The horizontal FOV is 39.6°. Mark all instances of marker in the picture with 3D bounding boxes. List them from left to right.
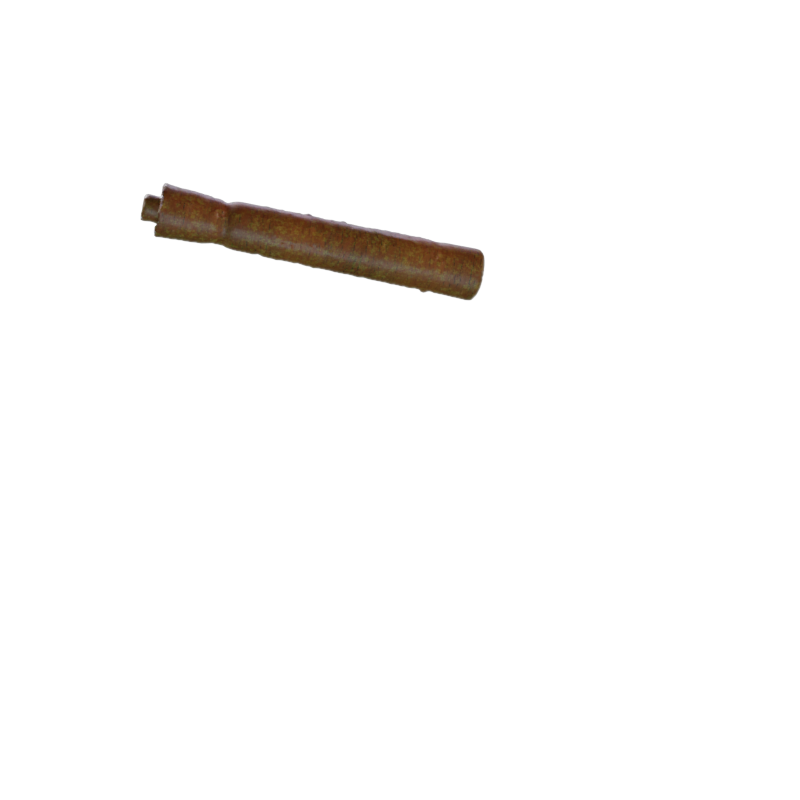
[{"bbox_3d":[-0.030,-0.056,0.389,0.119,0.020,0.020,10,2,-9],"label":"marker"}]
